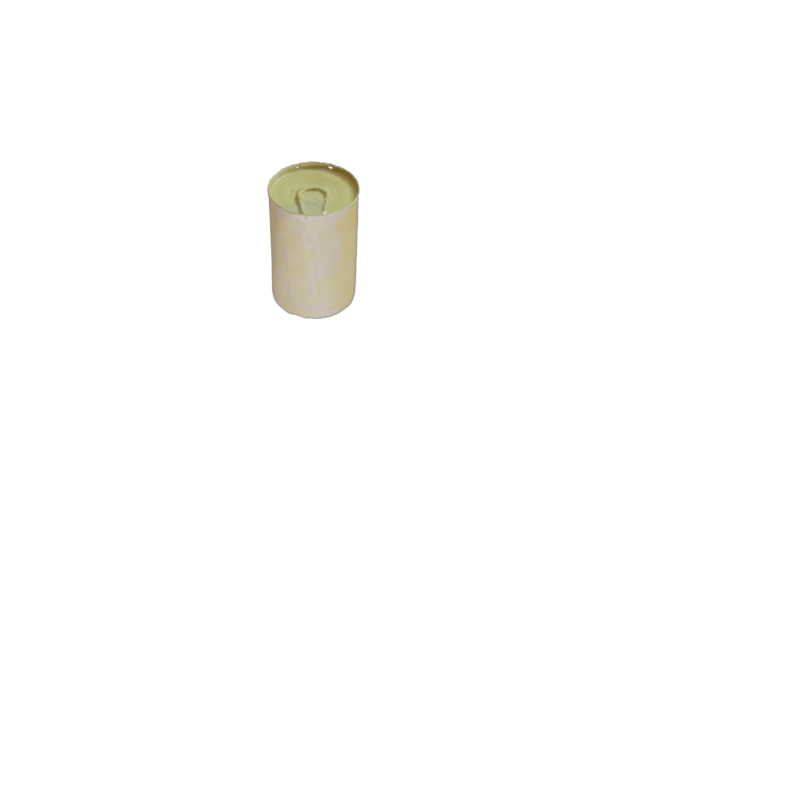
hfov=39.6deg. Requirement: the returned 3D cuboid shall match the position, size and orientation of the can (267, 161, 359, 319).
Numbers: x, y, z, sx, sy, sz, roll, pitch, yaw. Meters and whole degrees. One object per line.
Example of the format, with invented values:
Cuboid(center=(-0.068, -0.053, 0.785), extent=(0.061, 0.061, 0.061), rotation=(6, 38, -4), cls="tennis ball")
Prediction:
Cuboid(center=(-0.066, -0.120, 0.843), extent=(0.068, 0.095, 0.073), rotation=(0, 42, -3), cls="can")
